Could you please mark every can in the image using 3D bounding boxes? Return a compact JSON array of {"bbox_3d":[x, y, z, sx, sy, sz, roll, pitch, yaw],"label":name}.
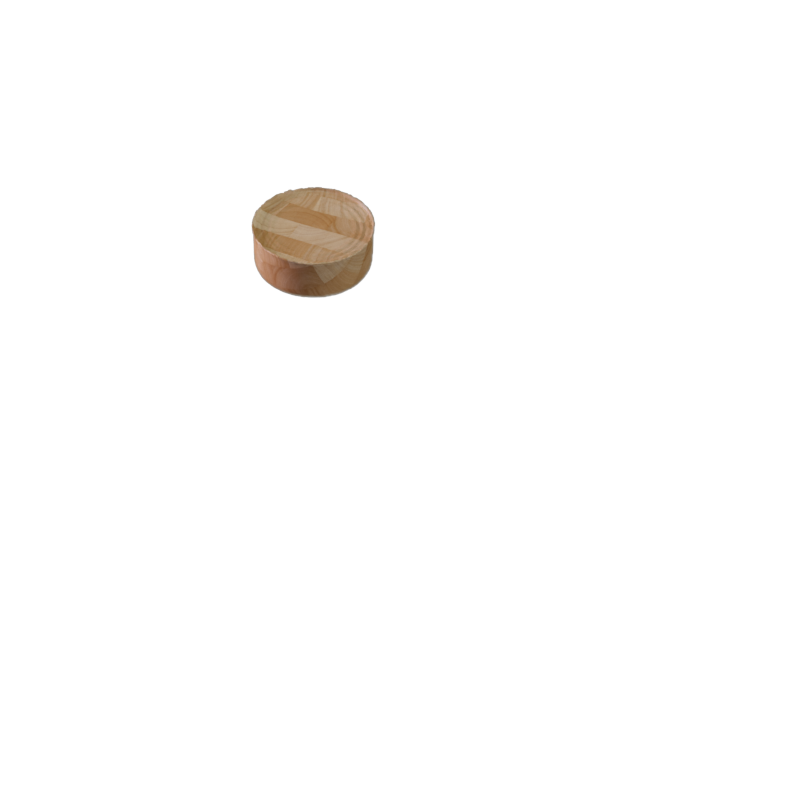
[{"bbox_3d":[-0.061,-0.111,0.779,0.086,0.031,0.092,-1,44,-1],"label":"can"}]
